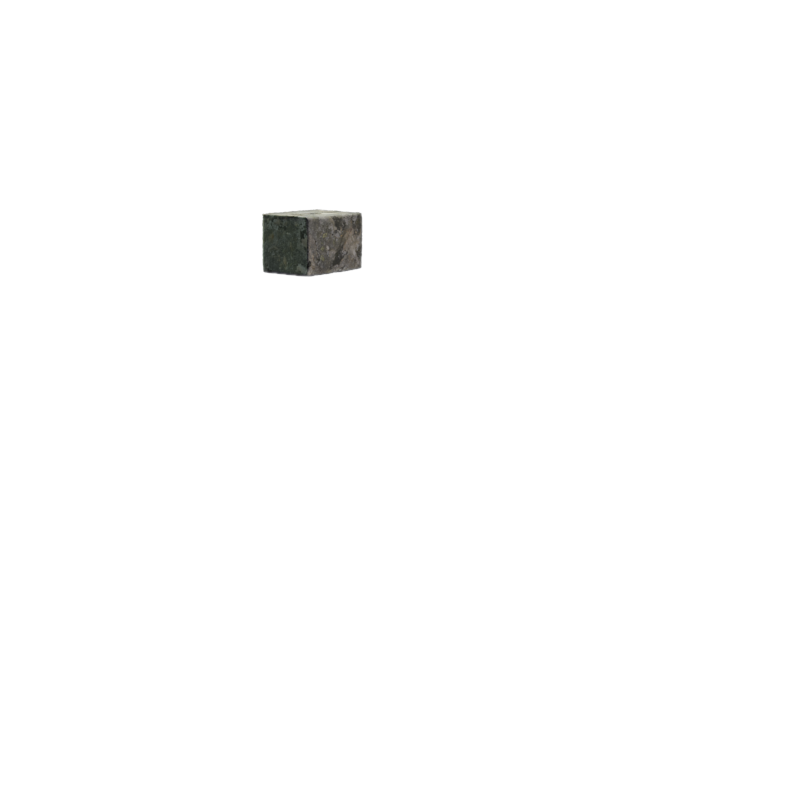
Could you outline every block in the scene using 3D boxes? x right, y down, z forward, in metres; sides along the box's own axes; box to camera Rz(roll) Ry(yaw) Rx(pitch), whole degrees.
[{"bbox_3d":[-0.075,-0.138,0.963,0.055,0.050,0.076,7,13,35],"label":"block"}]
